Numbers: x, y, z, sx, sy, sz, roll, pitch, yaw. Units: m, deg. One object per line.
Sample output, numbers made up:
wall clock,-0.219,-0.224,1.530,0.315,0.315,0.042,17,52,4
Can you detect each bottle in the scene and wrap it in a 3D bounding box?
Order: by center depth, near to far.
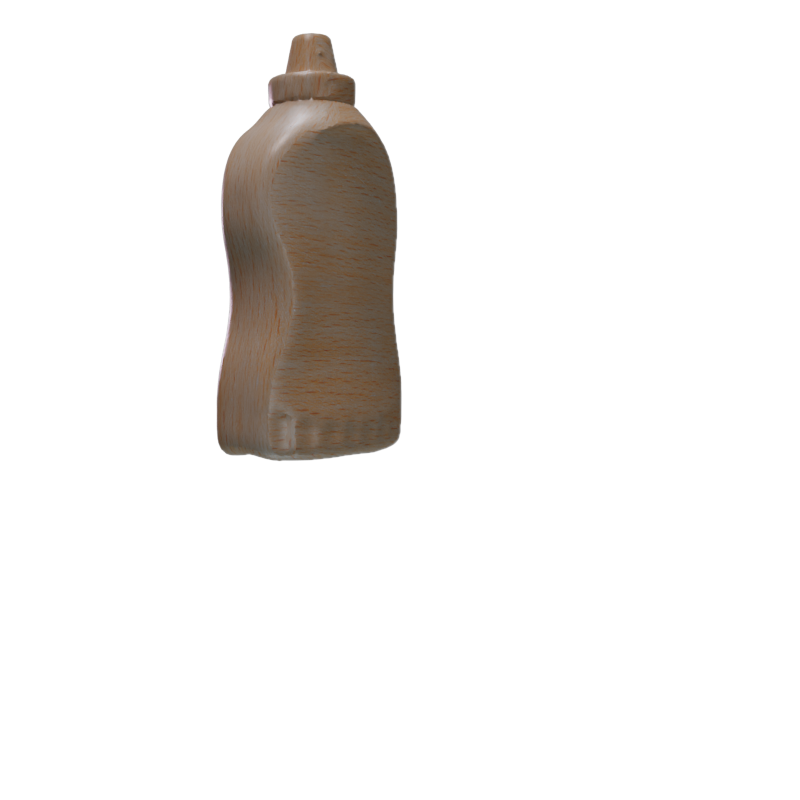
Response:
bottle,-0.040,-0.073,0.511,0.060,0.193,0.092,-3,-4,42
